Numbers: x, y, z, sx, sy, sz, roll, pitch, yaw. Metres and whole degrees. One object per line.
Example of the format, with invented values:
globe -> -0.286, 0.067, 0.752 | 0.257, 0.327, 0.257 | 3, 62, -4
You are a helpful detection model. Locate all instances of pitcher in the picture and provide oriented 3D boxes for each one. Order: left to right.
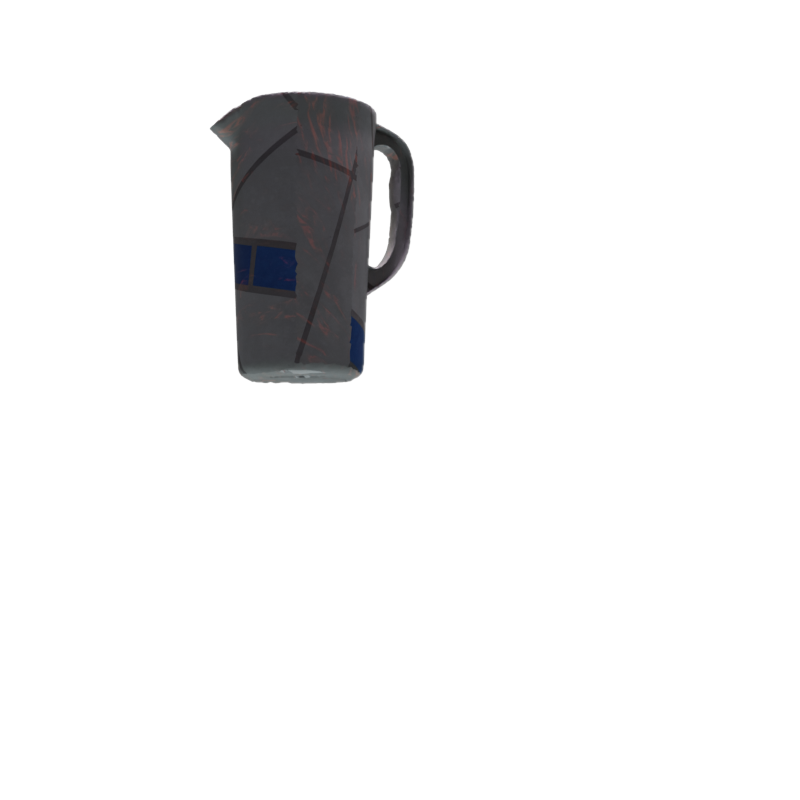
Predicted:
pitcher -> -0.076, -0.139, 0.971 | 0.153, 0.249, 0.138 | -4, -9, 21
